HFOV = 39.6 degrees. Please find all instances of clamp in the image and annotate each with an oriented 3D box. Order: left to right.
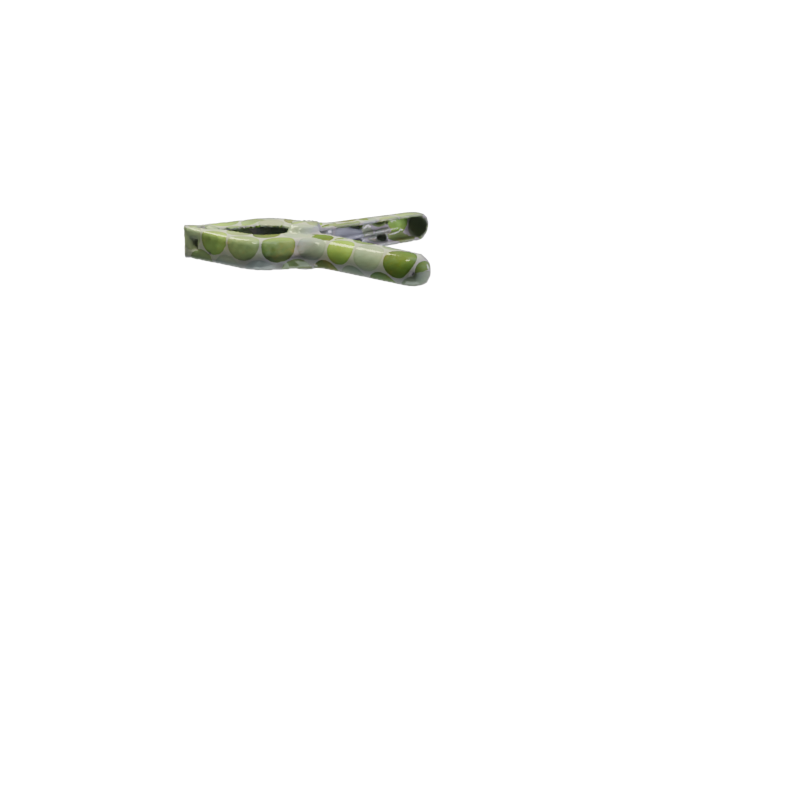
[{"bbox_3d":[-0.072,-0.131,0.919,0.213,0.035,0.168,4,21,10],"label":"clamp"}]
